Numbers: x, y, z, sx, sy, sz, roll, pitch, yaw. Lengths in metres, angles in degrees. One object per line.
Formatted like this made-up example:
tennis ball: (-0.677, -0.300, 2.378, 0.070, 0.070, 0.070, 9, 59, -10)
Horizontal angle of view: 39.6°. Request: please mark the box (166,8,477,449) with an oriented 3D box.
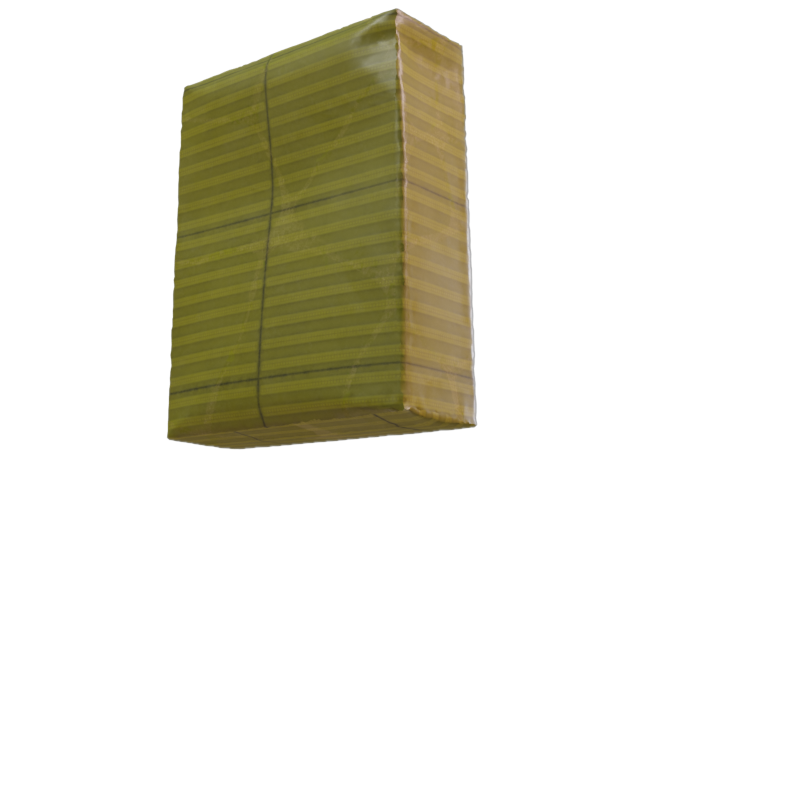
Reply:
box: (-0.048, -0.087, 0.609, 0.168, 0.222, 0.068, -10, -17, 36)
